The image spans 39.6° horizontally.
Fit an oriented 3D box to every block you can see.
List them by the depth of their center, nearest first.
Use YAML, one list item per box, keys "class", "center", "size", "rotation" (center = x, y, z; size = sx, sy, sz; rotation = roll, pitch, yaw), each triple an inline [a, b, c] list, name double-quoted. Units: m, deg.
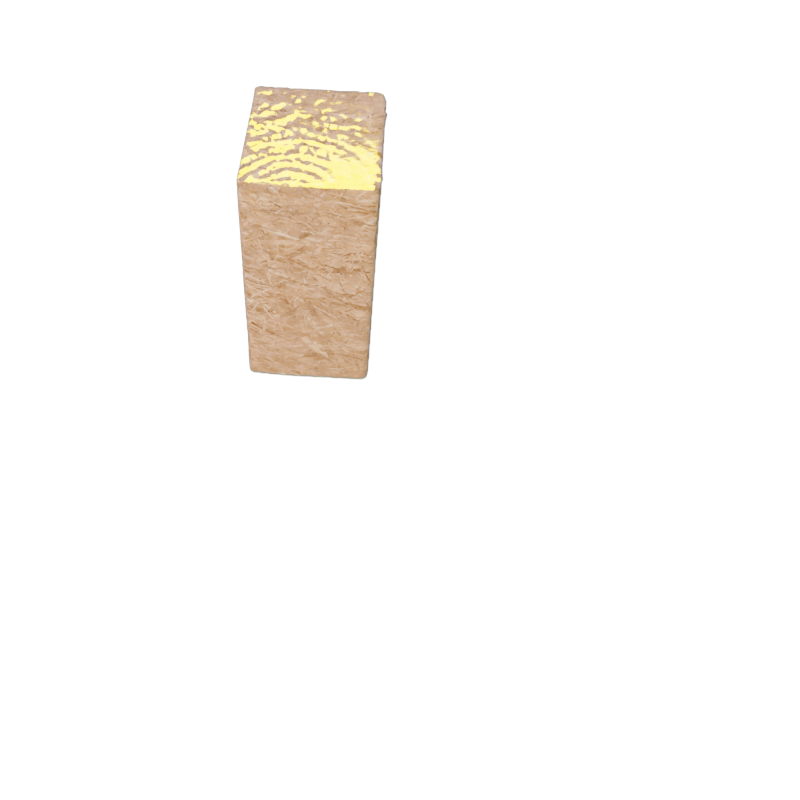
- class: "block"
  center: [-0.060, -0.111, 0.778]
  size: [0.090, 0.097, 0.192]
  rotation: [5, -37, 0]
